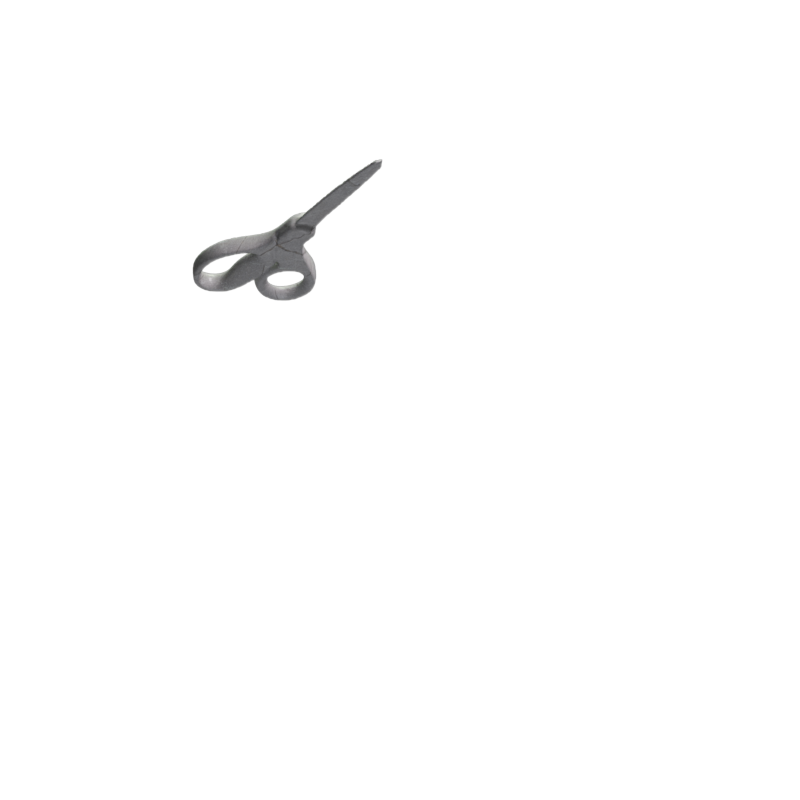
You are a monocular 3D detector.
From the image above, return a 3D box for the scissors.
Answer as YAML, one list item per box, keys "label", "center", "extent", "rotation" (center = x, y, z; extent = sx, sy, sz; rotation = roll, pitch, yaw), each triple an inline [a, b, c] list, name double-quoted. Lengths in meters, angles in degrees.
- label: "scissors"
  center: [-0.059, -0.108, 0.753]
  extent: [0.204, 0.017, 0.090]
  rotation: [-18, -27, 38]
